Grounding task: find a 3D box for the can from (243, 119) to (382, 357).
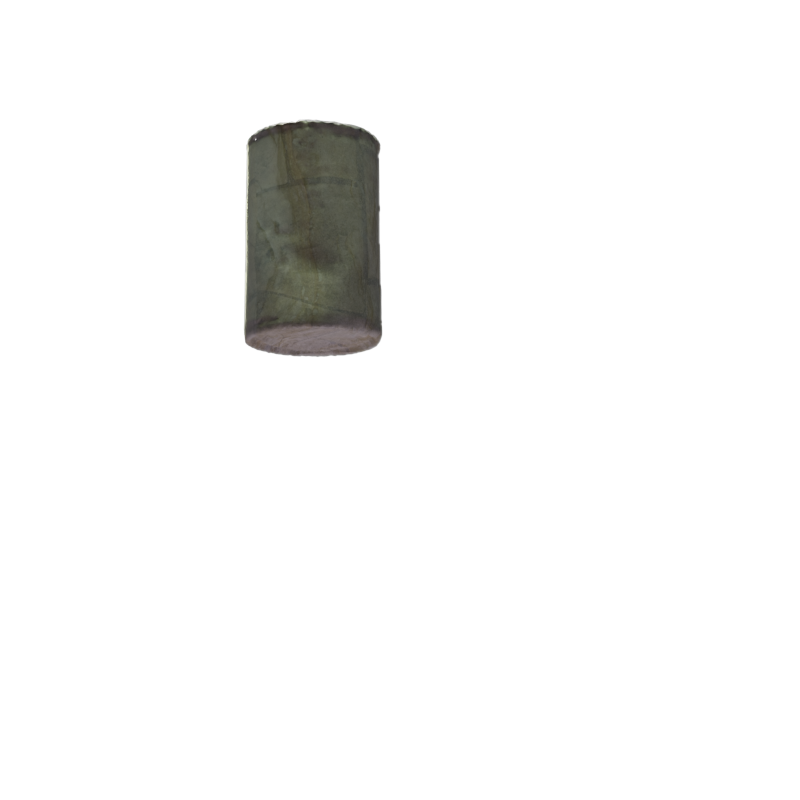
[{"bbox_3d":[-0.043,-0.078,0.545,0.068,0.106,0.066,0,-15,-2],"label":"can"}]
